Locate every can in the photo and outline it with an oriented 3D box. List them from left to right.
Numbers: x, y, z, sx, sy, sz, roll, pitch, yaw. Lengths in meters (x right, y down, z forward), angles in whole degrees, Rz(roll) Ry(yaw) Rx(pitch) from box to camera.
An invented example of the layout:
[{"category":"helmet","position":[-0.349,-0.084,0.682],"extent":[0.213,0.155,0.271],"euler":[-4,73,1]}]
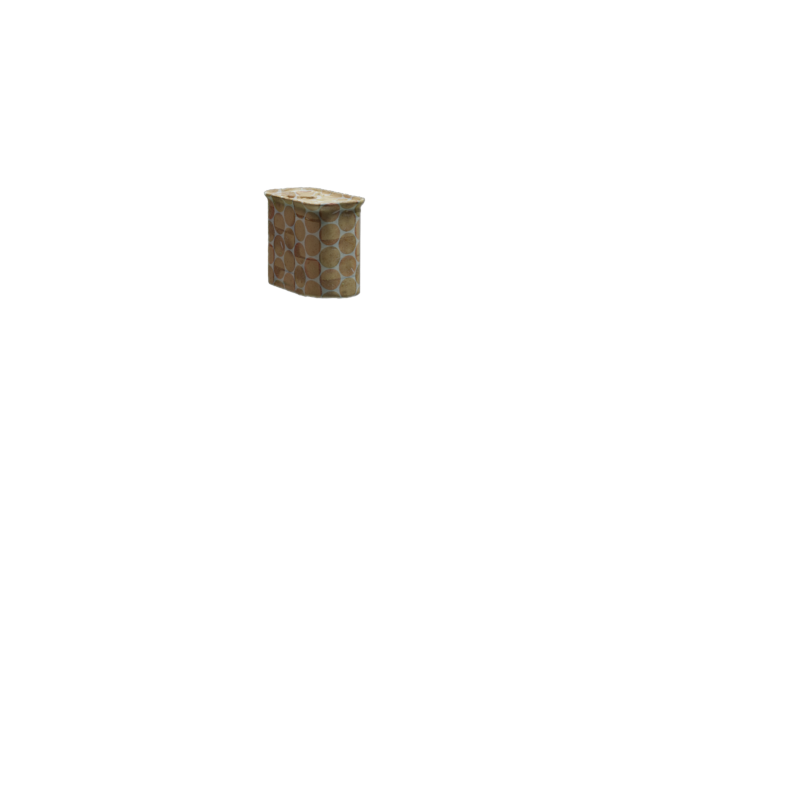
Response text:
[{"category":"can","position":[-0.076,-0.138,0.968],"extent":[0.056,0.081,0.108],"euler":[-8,18,-33]}]
